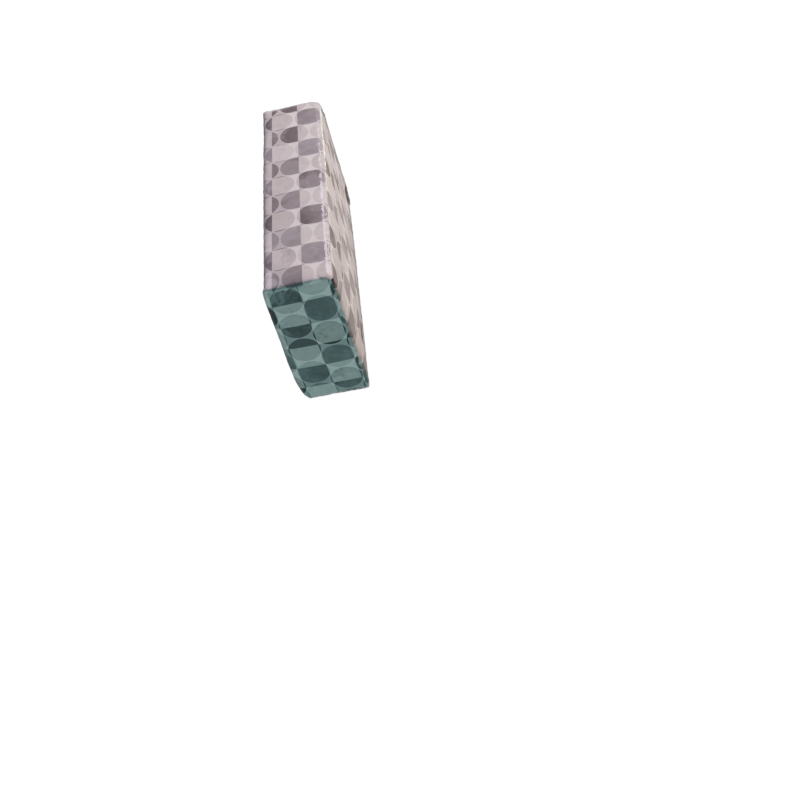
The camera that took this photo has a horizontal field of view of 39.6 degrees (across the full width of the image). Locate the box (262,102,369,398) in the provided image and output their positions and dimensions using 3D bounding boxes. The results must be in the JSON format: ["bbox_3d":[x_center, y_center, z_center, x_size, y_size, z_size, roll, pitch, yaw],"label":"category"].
[{"bbox_3d":[-0.053,-0.097,0.681,0.048,0.189,0.086,-11,-45,7],"label":"box"}]
